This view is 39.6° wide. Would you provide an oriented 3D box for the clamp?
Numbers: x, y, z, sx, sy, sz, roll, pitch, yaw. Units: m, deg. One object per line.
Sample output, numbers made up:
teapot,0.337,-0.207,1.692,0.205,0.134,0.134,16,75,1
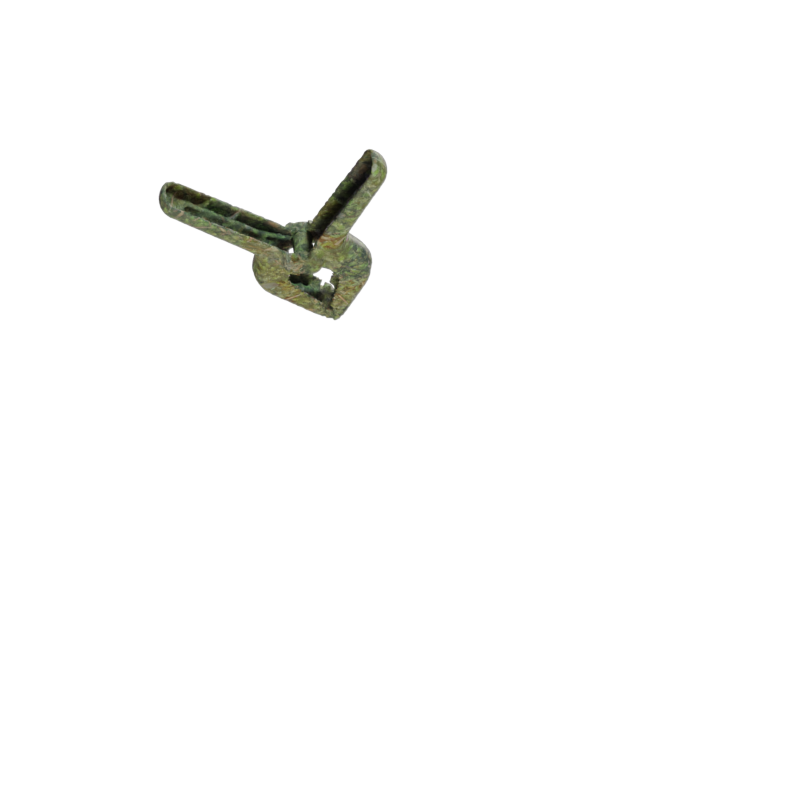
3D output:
clamp,-0.066,-0.121,0.846,0.167,0.039,0.195,-8,-26,17
